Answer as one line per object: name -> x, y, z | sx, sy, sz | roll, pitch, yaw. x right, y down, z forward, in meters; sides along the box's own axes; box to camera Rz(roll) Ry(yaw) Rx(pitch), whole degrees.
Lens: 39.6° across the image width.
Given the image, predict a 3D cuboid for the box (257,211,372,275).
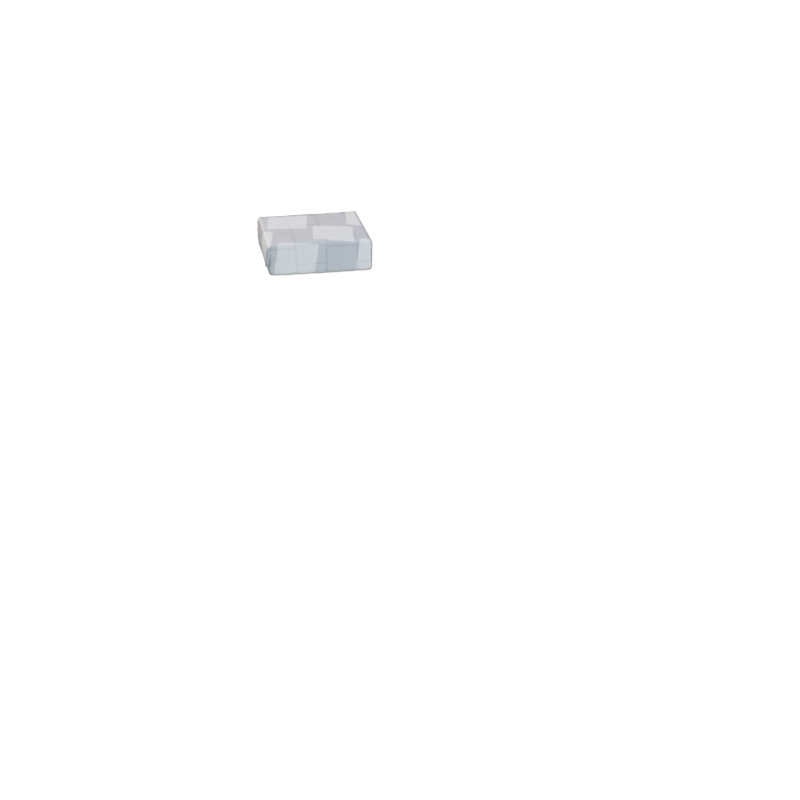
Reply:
box -> -0.074, -0.134, 0.941 | 0.088, 0.029, 0.078 | -5, 27, -9
